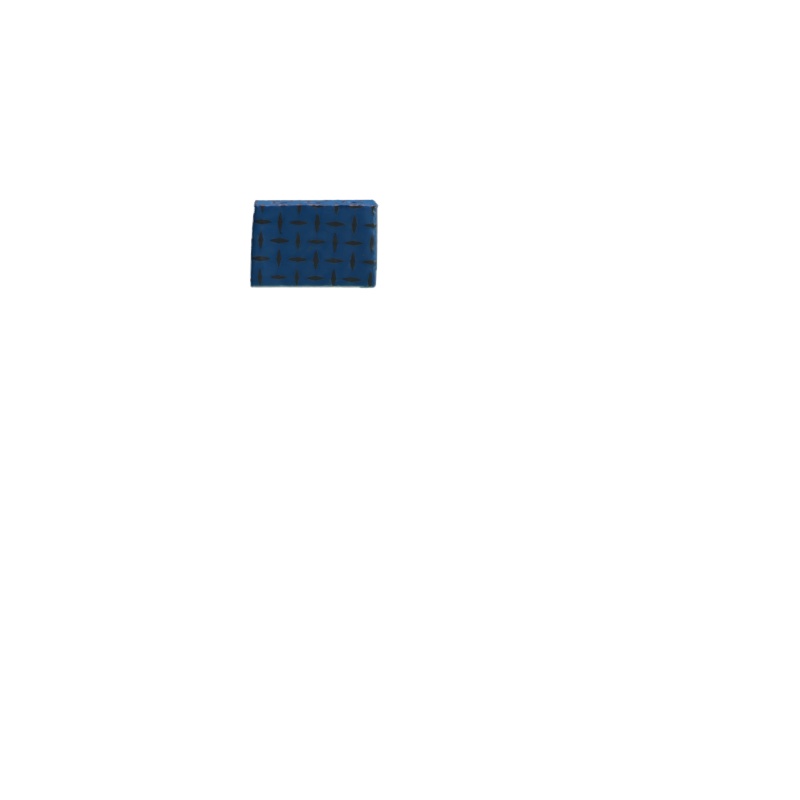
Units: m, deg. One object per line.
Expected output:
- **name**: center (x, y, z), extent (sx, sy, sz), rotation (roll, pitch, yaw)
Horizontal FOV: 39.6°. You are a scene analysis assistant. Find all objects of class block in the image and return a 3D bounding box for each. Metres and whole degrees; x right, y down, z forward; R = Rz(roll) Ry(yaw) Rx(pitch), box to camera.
- **block**: center (-0.054, -0.099, 0.694), extent (0.078, 0.050, 0.054), rotation (0, 11, -3)
